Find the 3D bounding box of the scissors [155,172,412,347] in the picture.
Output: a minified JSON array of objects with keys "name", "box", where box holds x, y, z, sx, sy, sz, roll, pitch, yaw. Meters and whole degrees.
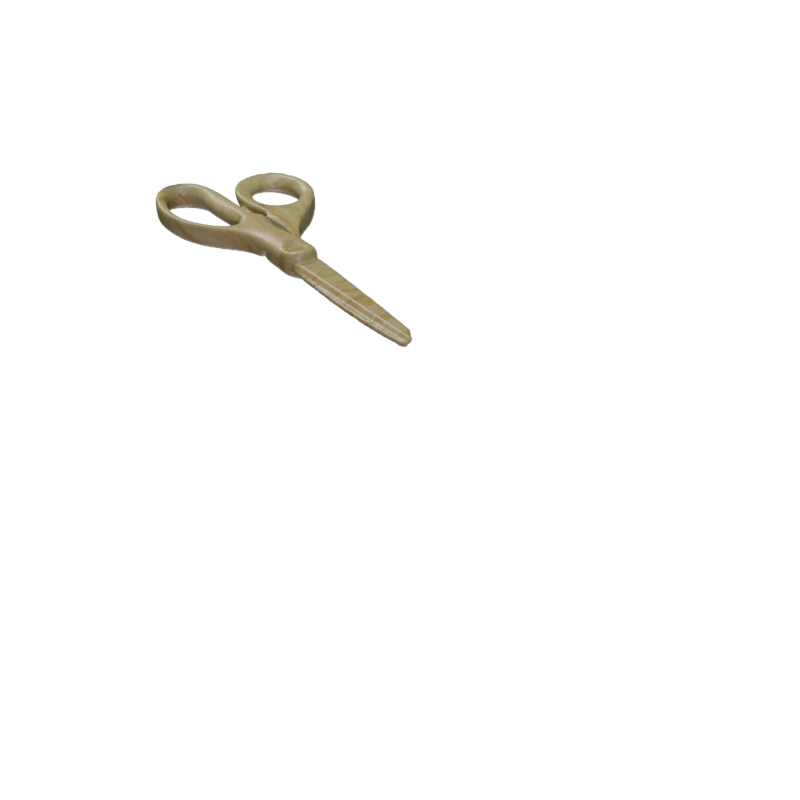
[{"name":"scissors","box":[-0.045,-0.082,0.575,0.215,0.015,0.096,26,41,35]}]
